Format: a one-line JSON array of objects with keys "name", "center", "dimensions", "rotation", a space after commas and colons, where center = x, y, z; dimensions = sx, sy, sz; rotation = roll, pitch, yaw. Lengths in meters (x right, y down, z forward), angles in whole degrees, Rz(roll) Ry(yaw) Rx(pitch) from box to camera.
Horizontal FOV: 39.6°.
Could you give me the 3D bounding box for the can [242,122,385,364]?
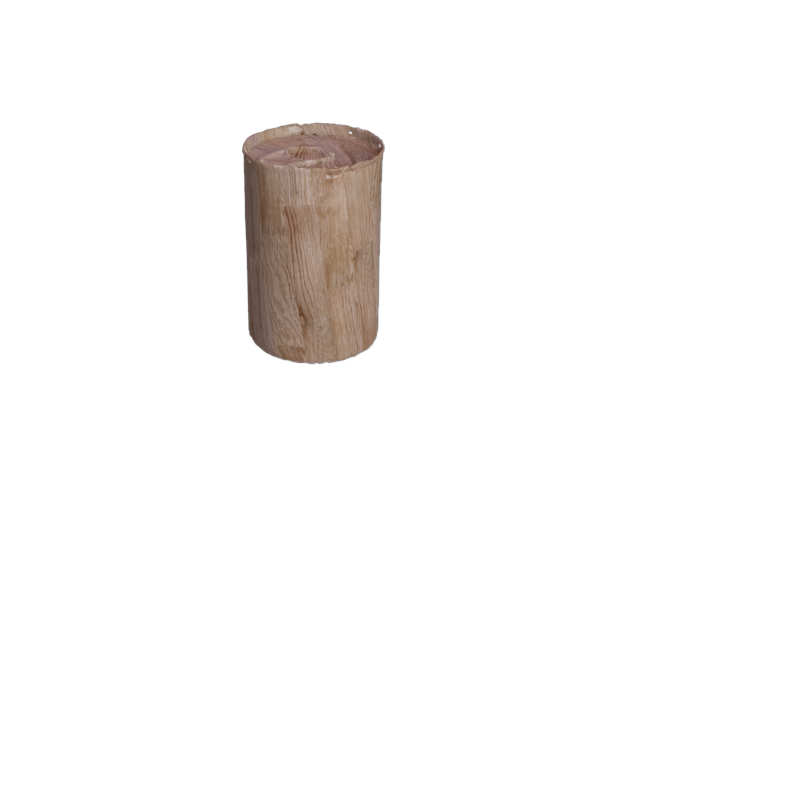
[{"name": "can", "center": [-0.043, -0.078, 0.547], "dimensions": [0.068, 0.097, 0.072], "rotation": [0, 27, -2]}]
